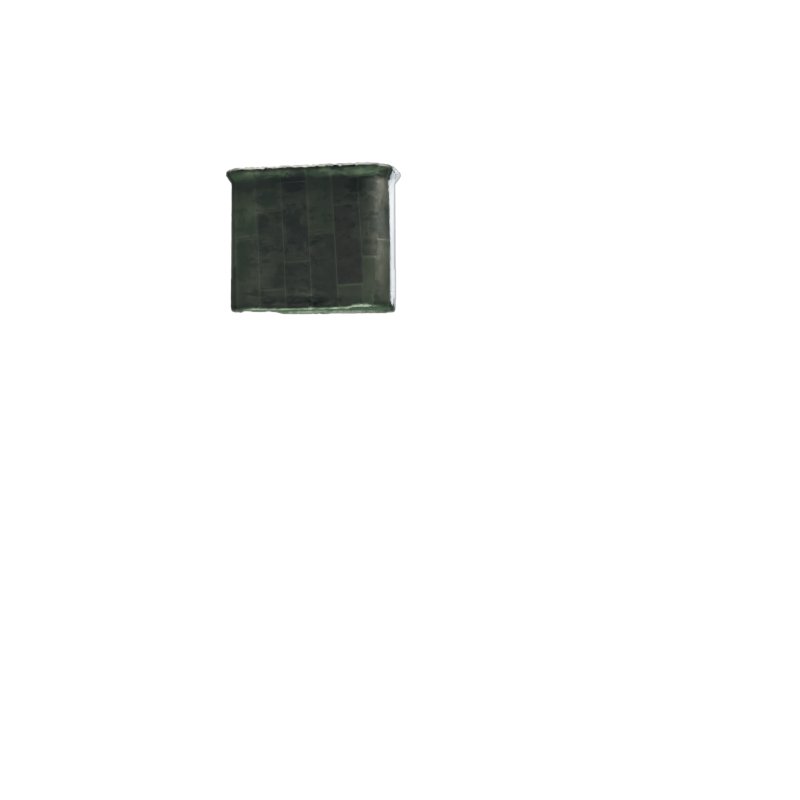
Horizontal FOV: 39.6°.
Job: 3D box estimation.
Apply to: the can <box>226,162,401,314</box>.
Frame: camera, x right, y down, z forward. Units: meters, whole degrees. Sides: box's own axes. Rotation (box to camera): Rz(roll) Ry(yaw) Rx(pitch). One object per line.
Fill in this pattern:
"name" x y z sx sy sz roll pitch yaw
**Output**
"can" -0.051 -0.094 0.658 0.104 0.085 0.056 -1 -4 13
